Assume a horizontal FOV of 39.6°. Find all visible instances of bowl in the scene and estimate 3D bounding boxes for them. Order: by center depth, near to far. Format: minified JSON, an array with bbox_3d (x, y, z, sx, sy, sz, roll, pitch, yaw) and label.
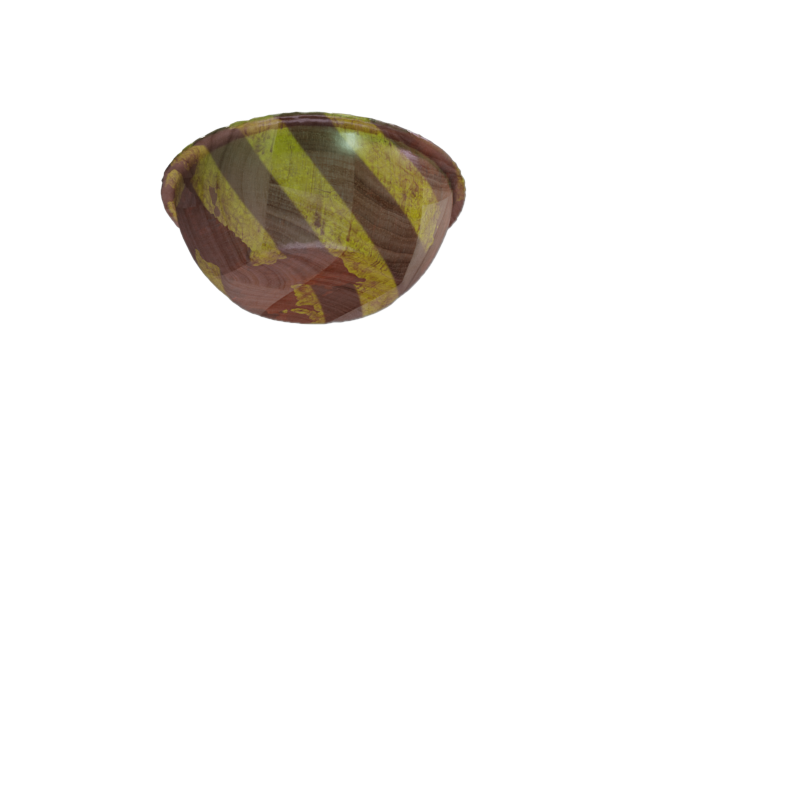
[{"bbox_3d":[-0.045,-0.082,0.576,0.162,0.058,0.154,1,-22,-2],"label":"bowl"}]
